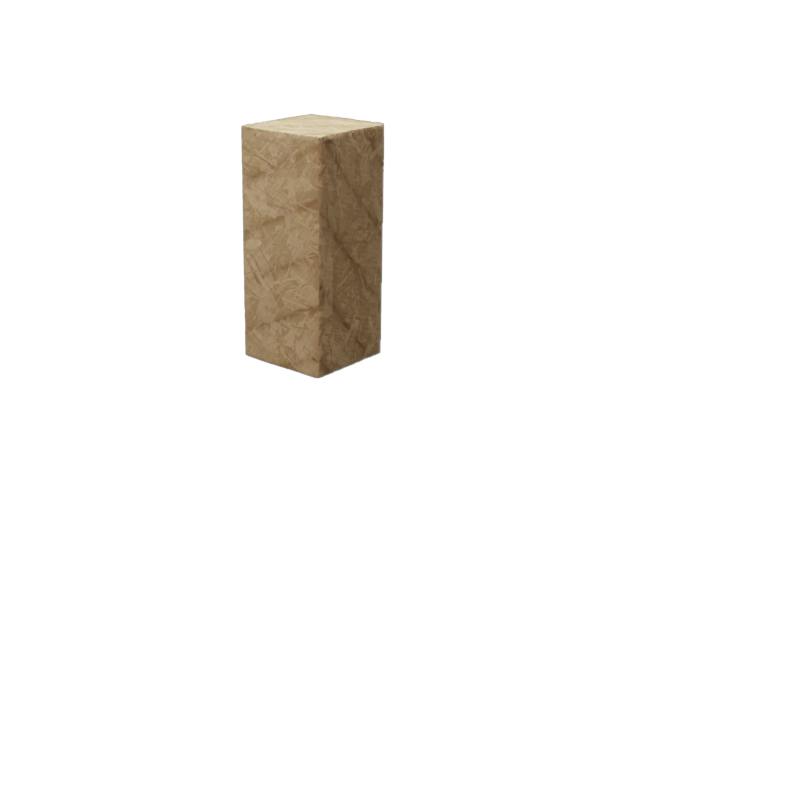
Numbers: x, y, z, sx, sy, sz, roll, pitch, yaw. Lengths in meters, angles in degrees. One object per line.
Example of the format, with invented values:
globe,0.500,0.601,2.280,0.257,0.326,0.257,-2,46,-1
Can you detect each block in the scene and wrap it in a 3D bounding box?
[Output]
block,-0.075,-0.137,0.960,0.095,0.199,0.089,14,21,38
